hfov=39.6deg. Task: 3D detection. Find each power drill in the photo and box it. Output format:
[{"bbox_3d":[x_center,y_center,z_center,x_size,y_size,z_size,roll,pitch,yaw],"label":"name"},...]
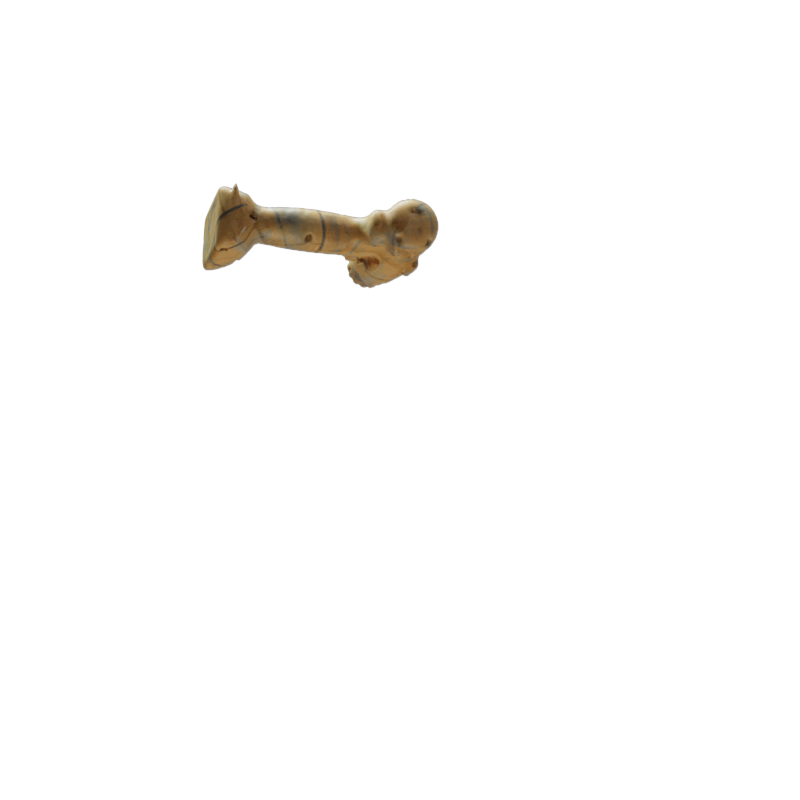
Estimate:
[{"bbox_3d":[-0.076,-0.139,0.972,0.184,0.059,0.182,2,-9,-13],"label":"power drill"}]
